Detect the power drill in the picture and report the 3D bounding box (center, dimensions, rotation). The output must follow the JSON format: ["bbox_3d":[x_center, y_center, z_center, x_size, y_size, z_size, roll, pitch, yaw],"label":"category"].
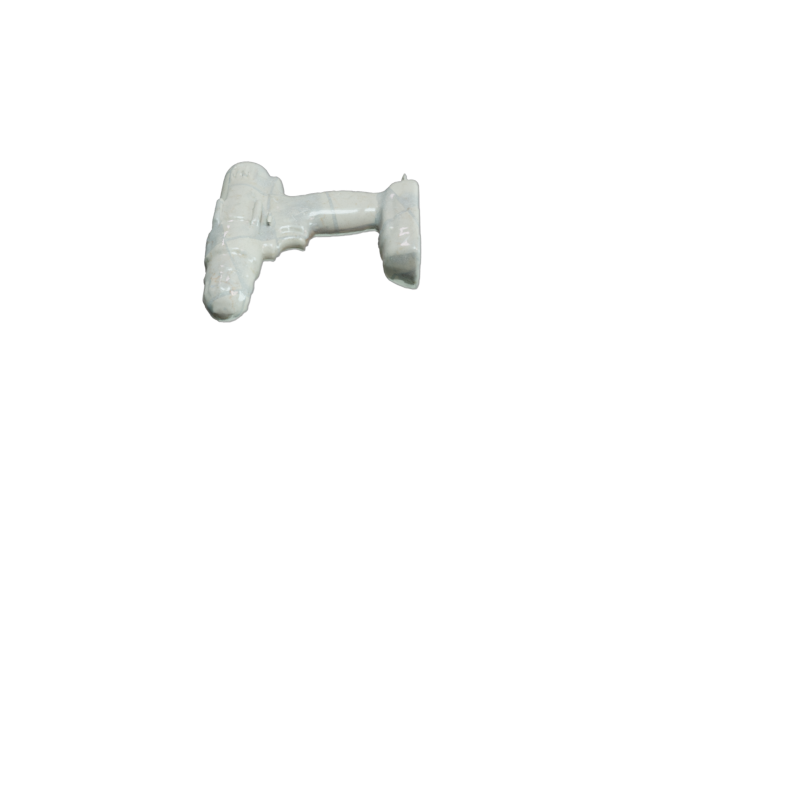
[{"bbox_3d":[-0.076,-0.139,0.971,0.188,0.197,0.053,2,-41,1],"label":"power drill"}]
